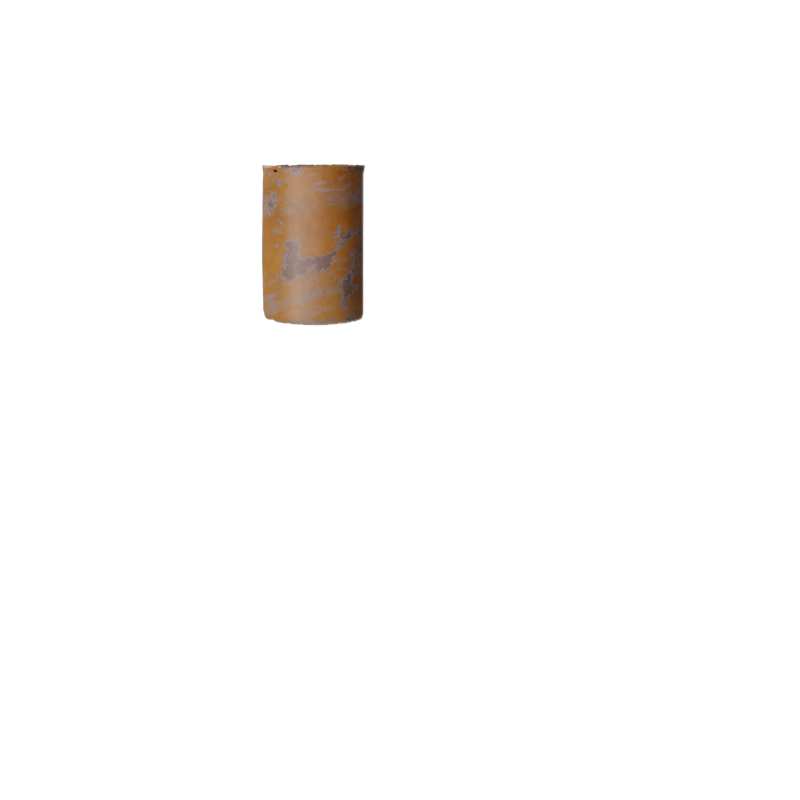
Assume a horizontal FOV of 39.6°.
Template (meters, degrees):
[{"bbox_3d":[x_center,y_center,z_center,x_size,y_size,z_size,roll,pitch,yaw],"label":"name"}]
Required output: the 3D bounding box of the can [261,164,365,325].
[{"bbox_3d":[-0.057,-0.105,0.734,0.068,0.101,0.070,0,7,-2],"label":"can"}]
